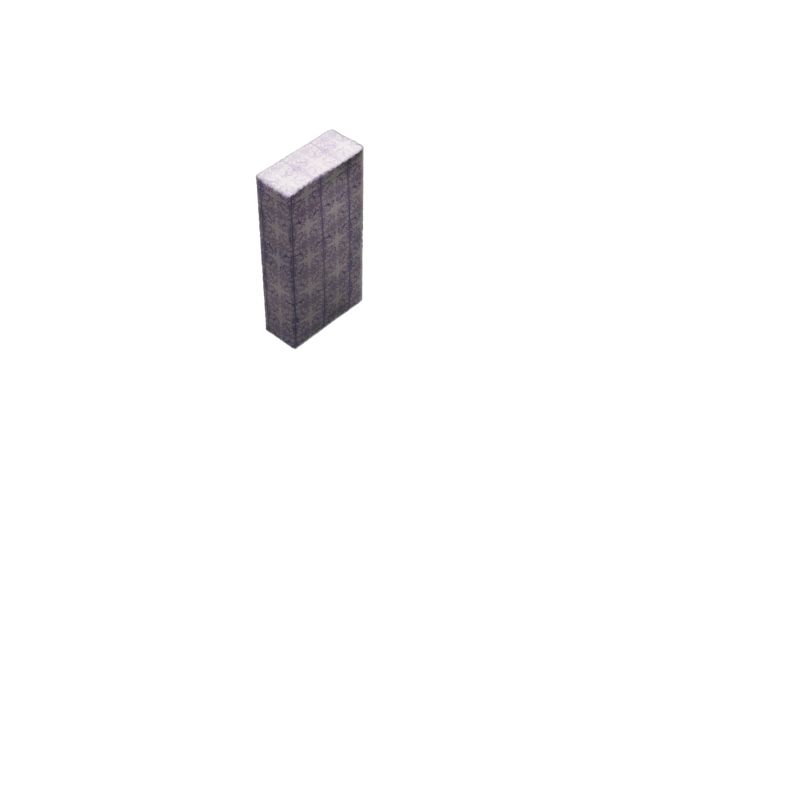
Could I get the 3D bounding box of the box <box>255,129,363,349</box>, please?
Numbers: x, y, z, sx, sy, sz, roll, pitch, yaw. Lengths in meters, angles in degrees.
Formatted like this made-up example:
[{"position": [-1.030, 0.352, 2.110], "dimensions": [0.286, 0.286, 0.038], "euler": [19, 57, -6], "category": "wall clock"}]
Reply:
[{"position": [-0.075, -0.137, 0.963], "dimensions": [0.051, 0.164, 0.094], "euler": [34, 53, 25], "category": "box"}]
